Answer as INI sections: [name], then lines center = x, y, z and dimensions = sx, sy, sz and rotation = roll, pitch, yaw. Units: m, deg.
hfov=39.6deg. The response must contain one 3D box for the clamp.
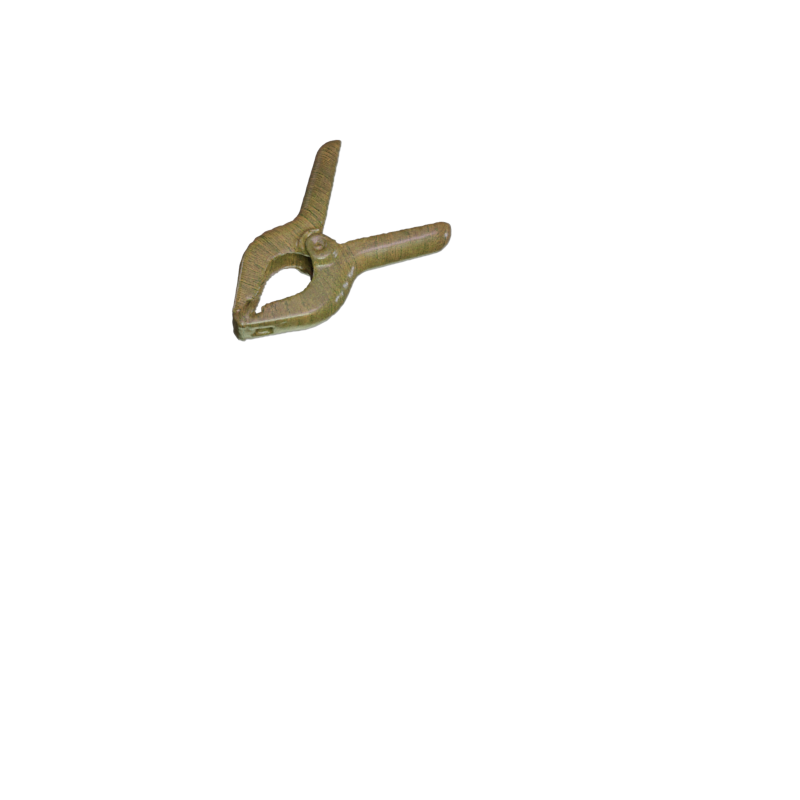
[clamp]
center = -0.062, -0.113, 0.790
dimensions = 0.172, 0.128, 0.037
rotation = -35, -27, -21
